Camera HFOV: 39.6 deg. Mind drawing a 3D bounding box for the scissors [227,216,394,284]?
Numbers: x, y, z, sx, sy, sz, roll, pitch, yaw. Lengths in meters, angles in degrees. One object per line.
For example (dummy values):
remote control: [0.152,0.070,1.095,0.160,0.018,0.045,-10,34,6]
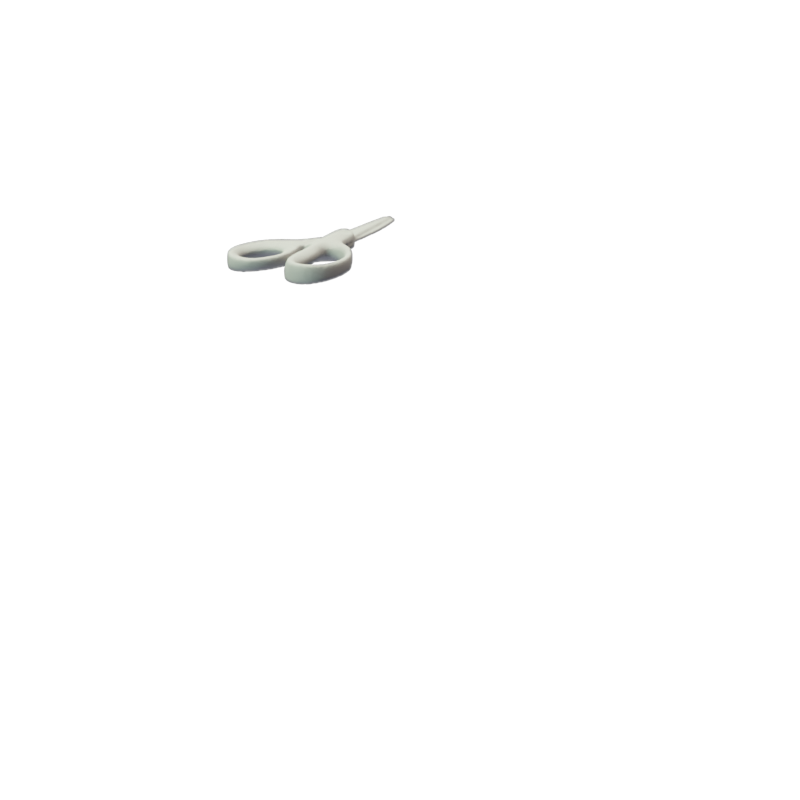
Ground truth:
scissors: [-0.064,-0.117,0.820,0.097,0.015,0.207,3,20,7]
